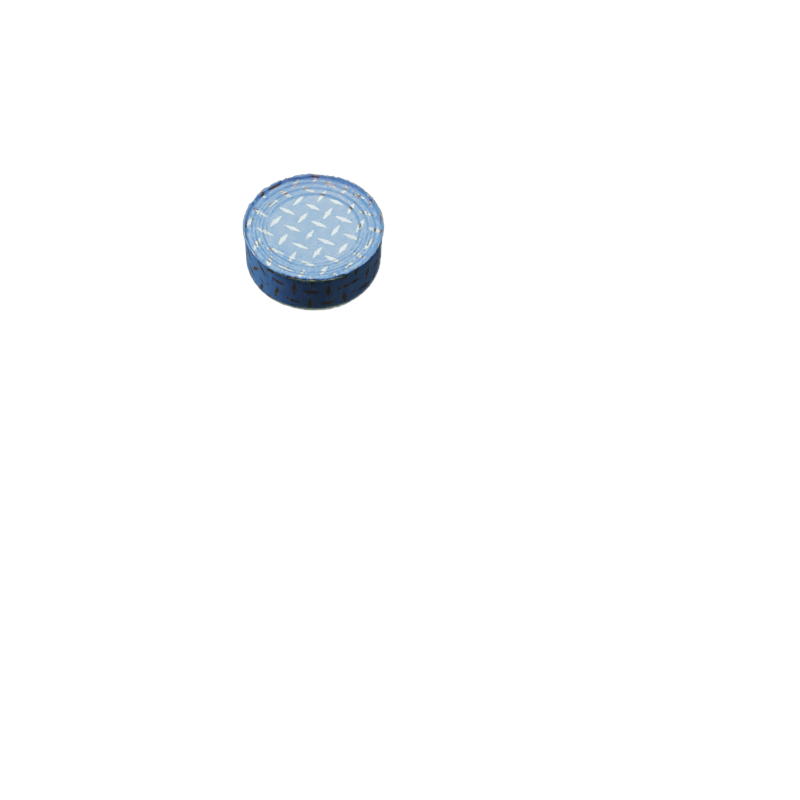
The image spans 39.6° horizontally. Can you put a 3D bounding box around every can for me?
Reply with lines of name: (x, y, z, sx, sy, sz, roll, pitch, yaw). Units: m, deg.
can: (-0.053, -0.097, 0.682, 0.086, 0.092, 0.031, -1, -37, -1)
